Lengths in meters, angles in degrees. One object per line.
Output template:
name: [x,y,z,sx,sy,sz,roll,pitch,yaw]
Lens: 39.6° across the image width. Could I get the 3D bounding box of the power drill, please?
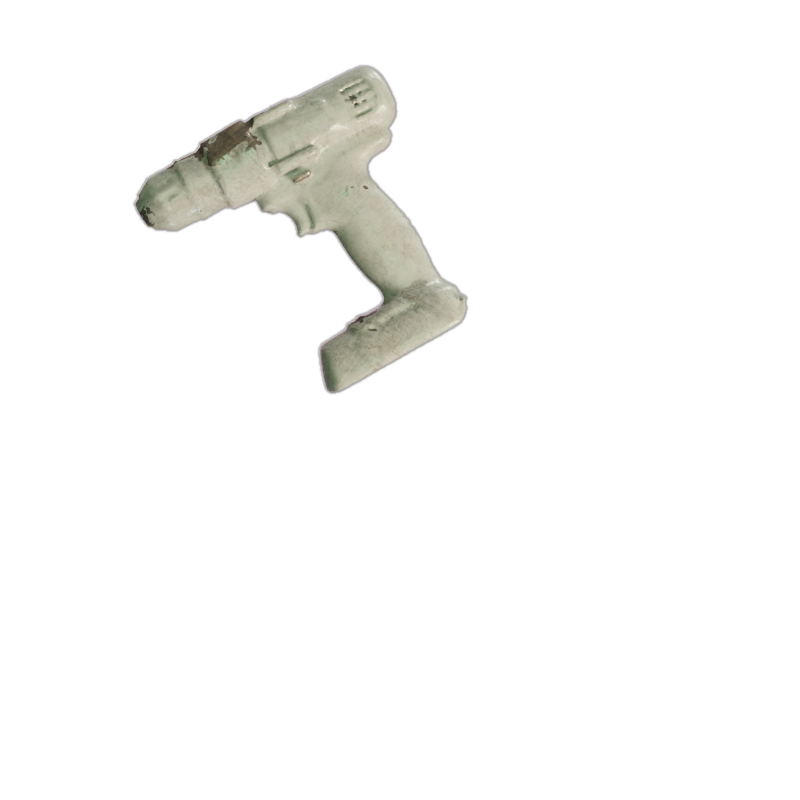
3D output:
power drill: [-0.057,-0.103,0.724,0.184,0.189,0.057,-28,-3,-2]
